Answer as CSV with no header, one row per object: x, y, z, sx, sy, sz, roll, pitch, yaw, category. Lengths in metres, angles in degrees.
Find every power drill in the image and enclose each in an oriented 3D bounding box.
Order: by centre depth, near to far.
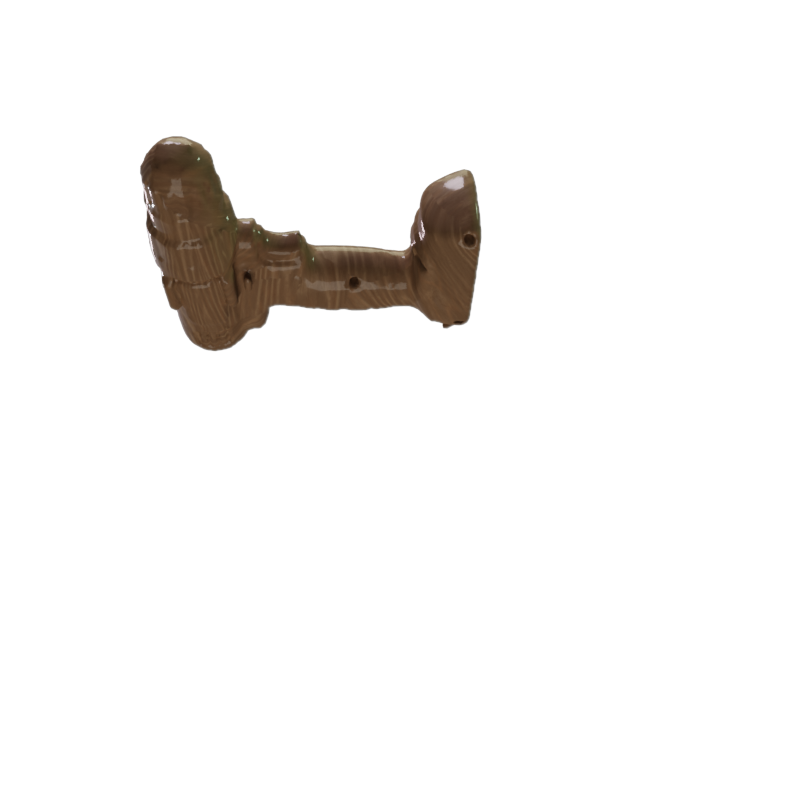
-0.050,-0.092,0.644,0.188,0.061,0.173,-1,-27,1,power drill
